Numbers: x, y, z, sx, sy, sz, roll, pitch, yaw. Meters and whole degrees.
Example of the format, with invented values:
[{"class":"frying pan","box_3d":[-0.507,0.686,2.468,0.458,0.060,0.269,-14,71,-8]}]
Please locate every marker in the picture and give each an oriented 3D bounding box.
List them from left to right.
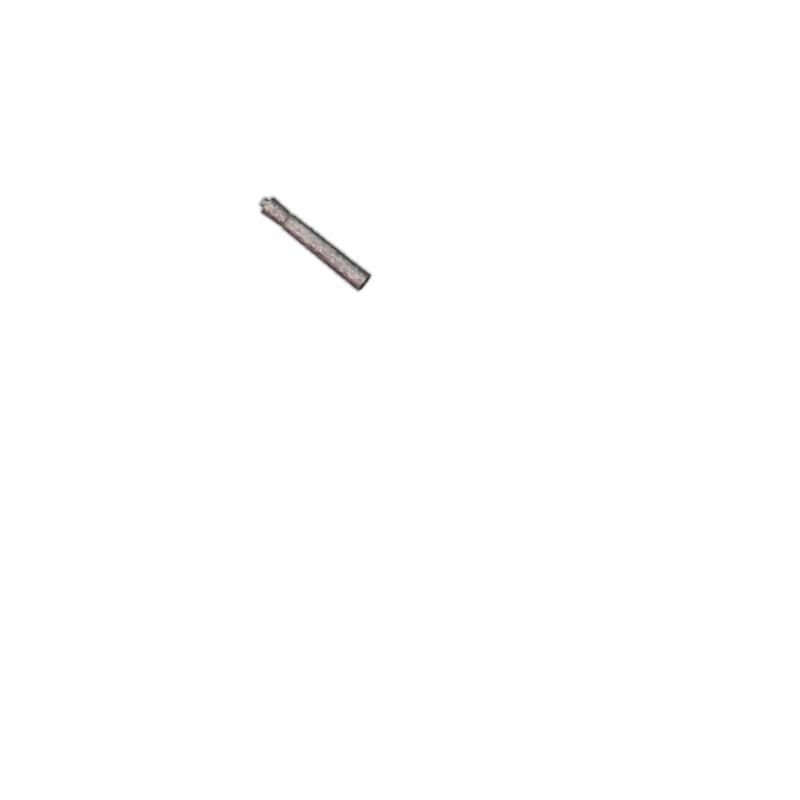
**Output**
[{"class":"marker","box_3d":[-0.078,-0.142,0.995,0.125,0.019,0.019,40,12,13]}]
